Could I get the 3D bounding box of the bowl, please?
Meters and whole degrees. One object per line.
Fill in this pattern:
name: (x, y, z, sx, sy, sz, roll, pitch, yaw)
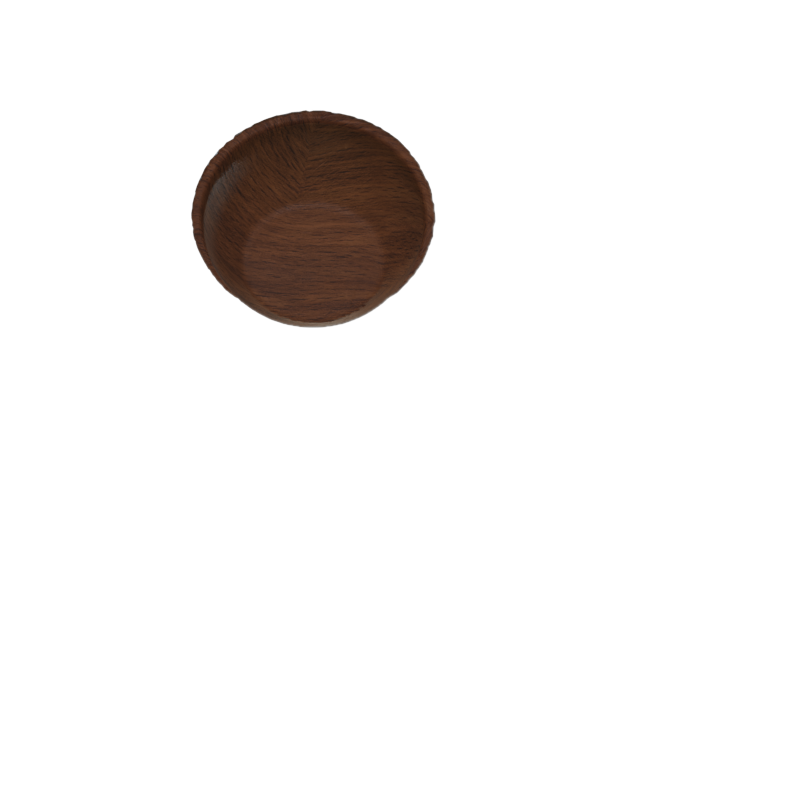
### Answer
bowl: (-0.056, -0.102, 0.714, 0.162, 0.152, 0.059, 1, 35, -1)
